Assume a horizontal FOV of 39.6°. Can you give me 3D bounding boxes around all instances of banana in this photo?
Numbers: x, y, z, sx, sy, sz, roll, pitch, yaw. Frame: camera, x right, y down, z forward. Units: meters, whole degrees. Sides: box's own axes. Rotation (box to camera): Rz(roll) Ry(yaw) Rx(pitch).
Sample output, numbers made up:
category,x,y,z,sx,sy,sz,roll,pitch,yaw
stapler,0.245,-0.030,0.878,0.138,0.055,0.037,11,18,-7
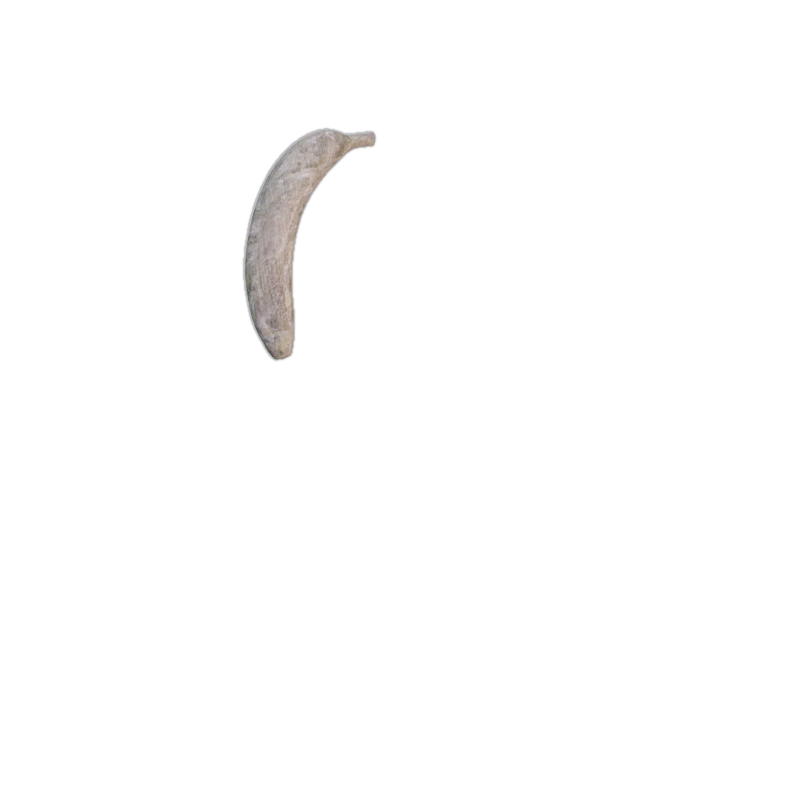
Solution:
category,x,y,z,sx,sy,sz,roll,pitch,yaw
banana,-0.083,-0.133,0.860,0.070,0.201,0.036,20,-10,3
